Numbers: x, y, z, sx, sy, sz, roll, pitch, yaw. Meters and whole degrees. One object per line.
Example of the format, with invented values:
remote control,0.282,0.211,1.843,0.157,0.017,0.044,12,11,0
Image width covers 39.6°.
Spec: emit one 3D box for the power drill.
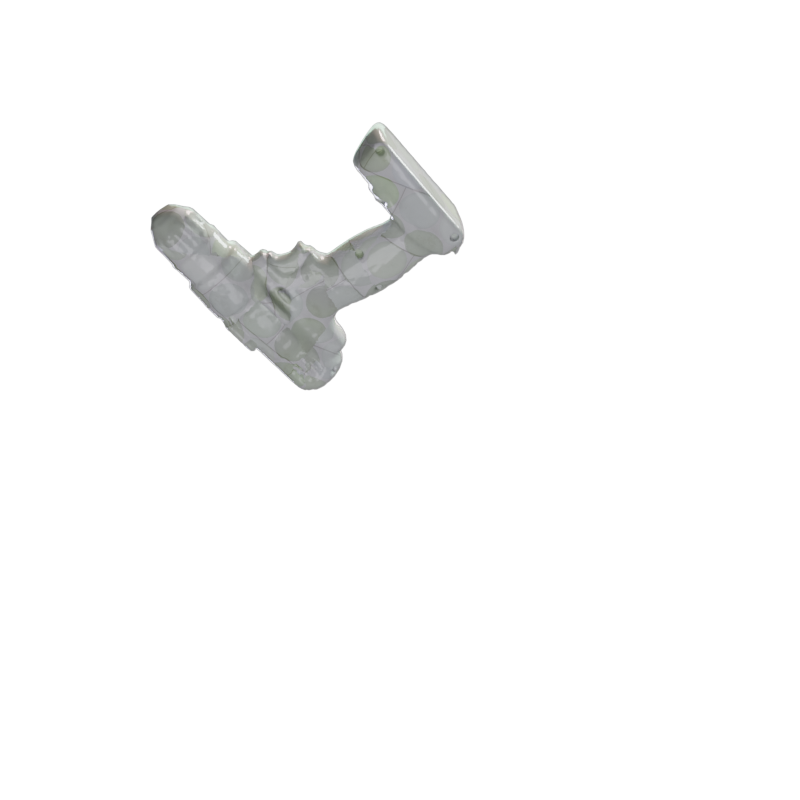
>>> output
power drill,-0.063,-0.116,0.809,0.186,0.175,0.061,-37,23,18
